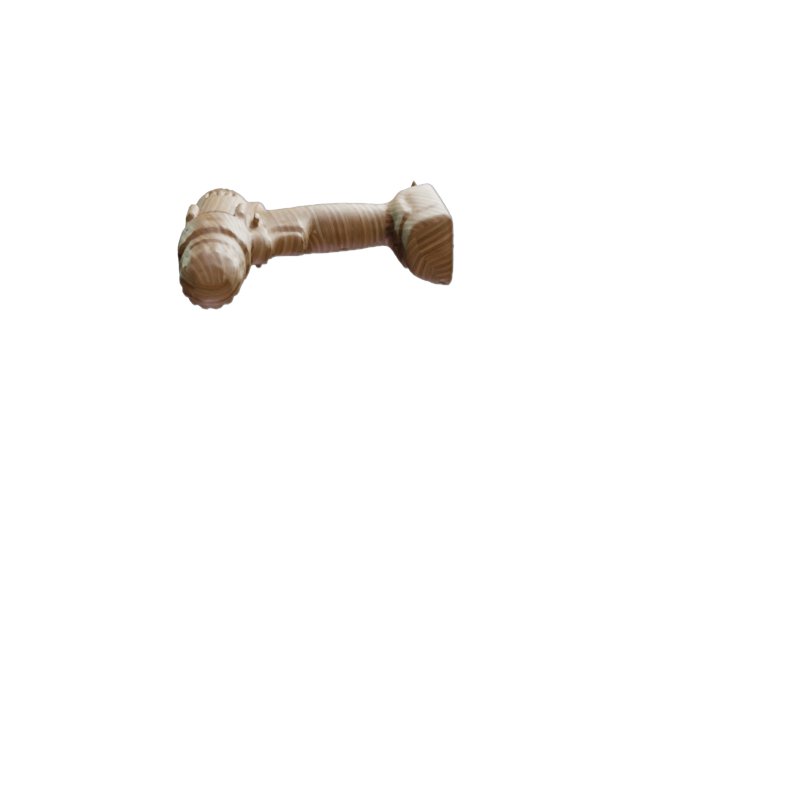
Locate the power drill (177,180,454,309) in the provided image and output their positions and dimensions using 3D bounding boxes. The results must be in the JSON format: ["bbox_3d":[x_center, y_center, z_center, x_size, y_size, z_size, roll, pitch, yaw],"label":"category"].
[{"bbox_3d":[-0.061,-0.110,0.773,0.187,0.055,0.194,-2,24,-4],"label":"power drill"}]
